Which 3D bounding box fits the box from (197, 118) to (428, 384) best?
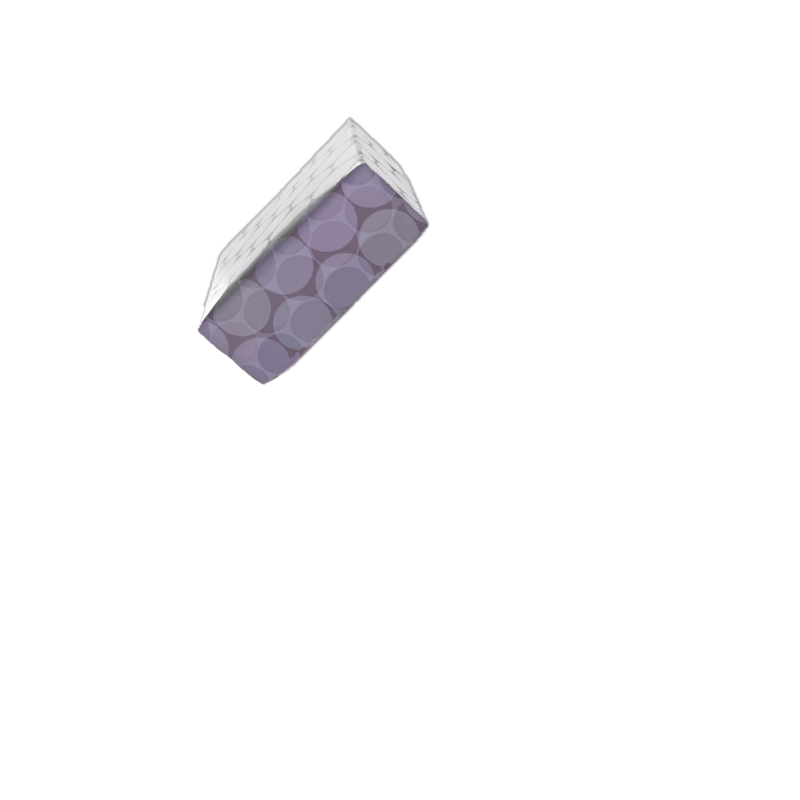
[{"bbox_3d":[-0.066,-0.120,0.843,0.069,0.163,0.223,43,12,-17],"label":"box"}]
